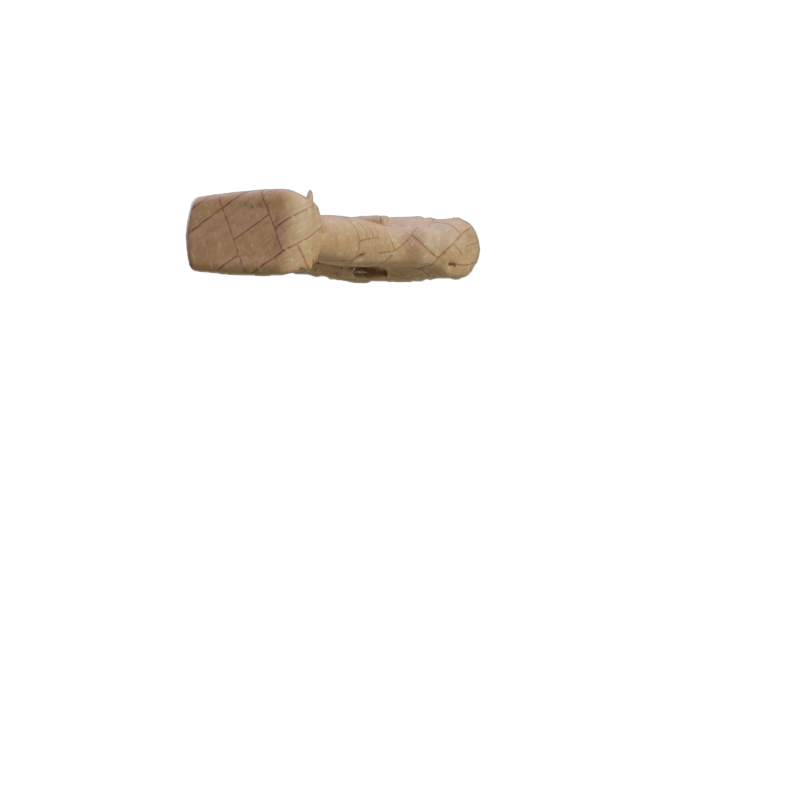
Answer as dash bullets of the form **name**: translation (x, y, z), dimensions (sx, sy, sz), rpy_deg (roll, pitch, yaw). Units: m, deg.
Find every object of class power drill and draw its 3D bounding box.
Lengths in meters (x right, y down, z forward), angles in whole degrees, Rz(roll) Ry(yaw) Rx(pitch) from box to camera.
- **power drill**: translation (-0.063, -0.115, 0.808), dimensions (0.191, 0.057, 0.180), rpy_deg (3, 5, 39)
